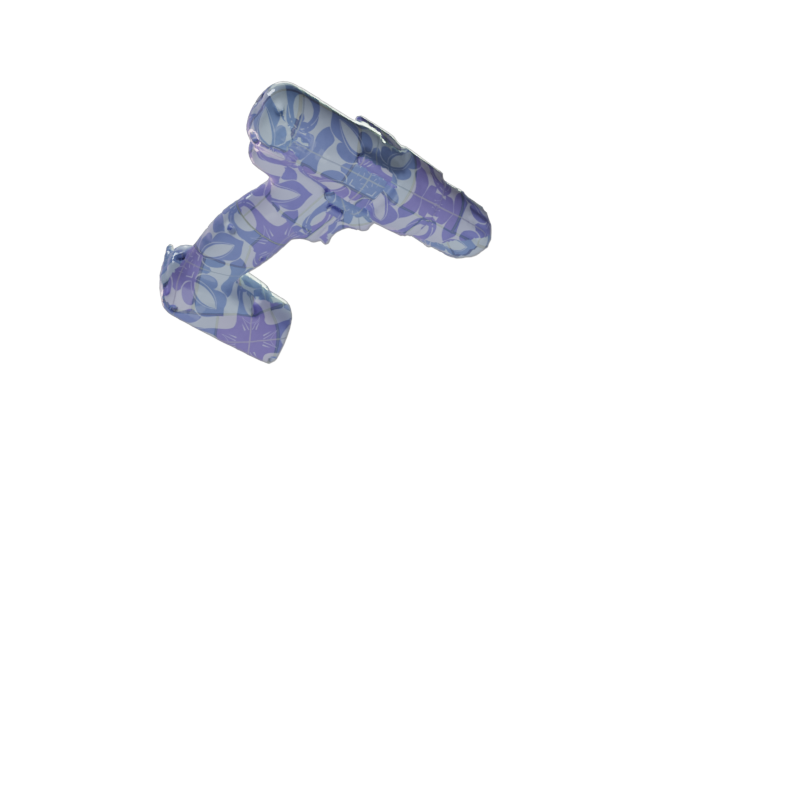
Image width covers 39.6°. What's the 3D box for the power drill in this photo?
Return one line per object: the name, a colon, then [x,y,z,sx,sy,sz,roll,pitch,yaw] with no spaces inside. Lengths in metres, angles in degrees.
power drill: [-0.058,-0.106,0.740,0.175,0.061,0.184,31,-56,-24]
